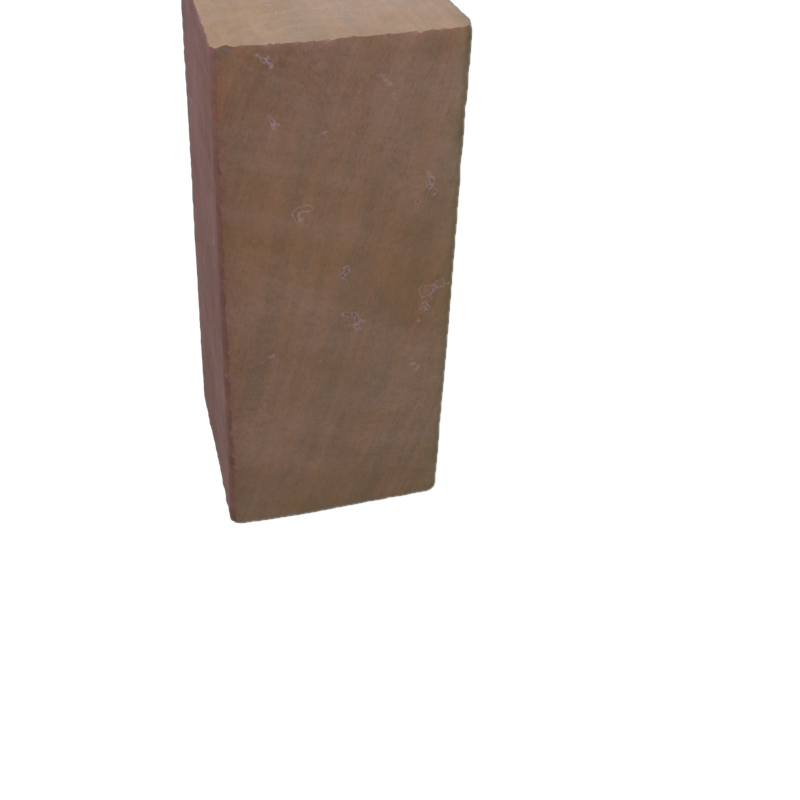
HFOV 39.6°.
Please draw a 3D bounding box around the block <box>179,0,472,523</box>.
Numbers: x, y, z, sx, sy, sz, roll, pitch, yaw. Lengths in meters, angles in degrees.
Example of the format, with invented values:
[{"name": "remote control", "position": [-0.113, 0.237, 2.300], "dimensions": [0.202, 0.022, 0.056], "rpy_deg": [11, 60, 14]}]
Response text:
[{"name": "block", "position": [-0.034, -0.063, 0.443], "dimensions": [0.089, 0.193, 0.098], "rpy_deg": [-7, 35, -14]}]
